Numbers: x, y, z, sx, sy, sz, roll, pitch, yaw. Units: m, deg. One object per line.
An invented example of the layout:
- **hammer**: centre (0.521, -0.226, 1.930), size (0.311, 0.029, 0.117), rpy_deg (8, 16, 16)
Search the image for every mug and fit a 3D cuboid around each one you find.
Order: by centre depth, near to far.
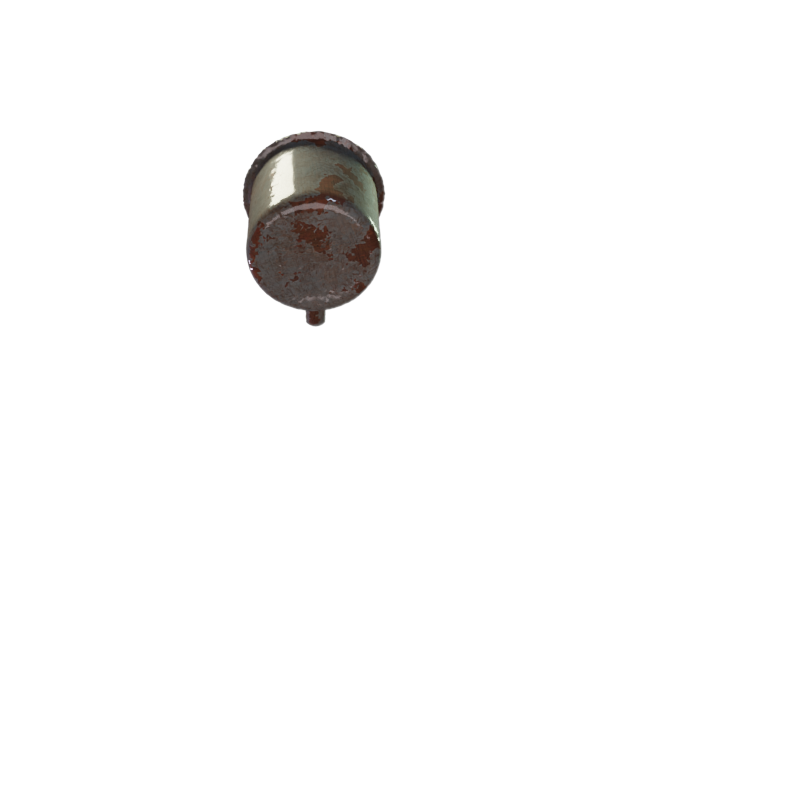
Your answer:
- **mug**: centre (-0.055, -0.100, 0.699), size (0.093, 0.110, 0.087), rpy_deg (2, 34, -3)
